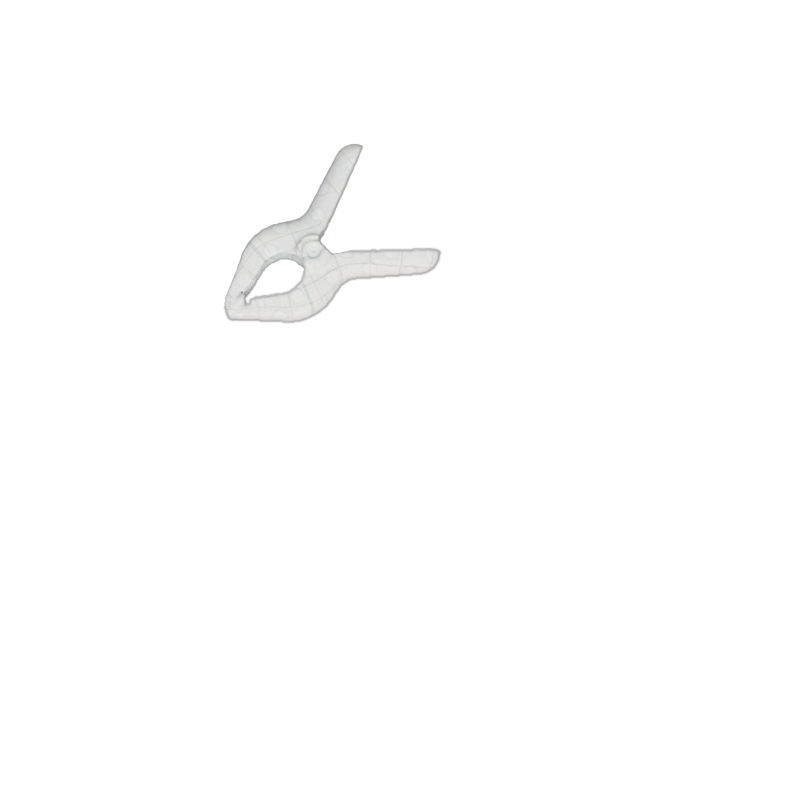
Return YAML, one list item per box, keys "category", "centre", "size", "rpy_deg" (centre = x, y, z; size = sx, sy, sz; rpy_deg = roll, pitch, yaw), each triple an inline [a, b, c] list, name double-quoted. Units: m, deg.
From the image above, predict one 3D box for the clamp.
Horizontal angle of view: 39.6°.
- category: "clamp"
  centre: [-0.068, -0.125, 0.872]
  size: [0.171, 0.126, 0.037]
  rpy_deg: [-25, -18, -9]
